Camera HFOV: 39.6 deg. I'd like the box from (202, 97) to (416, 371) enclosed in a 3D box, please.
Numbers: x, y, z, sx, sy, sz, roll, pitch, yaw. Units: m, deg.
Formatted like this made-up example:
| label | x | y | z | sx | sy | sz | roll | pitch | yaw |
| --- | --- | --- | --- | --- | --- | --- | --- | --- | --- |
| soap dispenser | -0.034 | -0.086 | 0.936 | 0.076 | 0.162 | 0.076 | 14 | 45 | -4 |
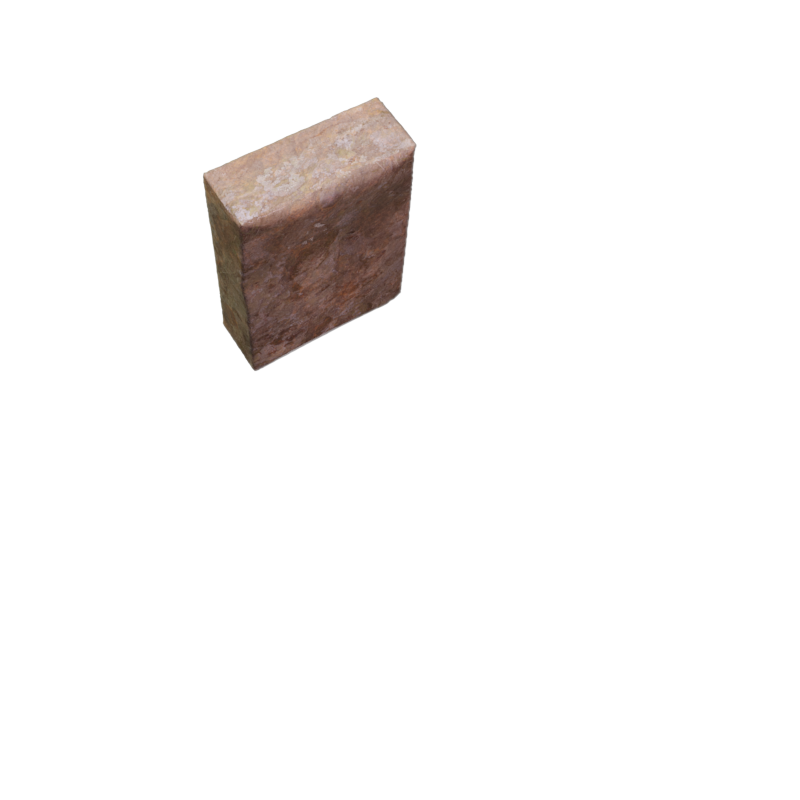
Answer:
| label | x | y | z | sx | sy | sz | roll | pitch | yaw |
| --- | --- | --- | --- | --- | --- | --- | --- | --- | --- |
| box | -0.074 | -0.136 | 0.950 | 0.164 | 0.077 | 0.200 | -28 | -26 | -19 |
